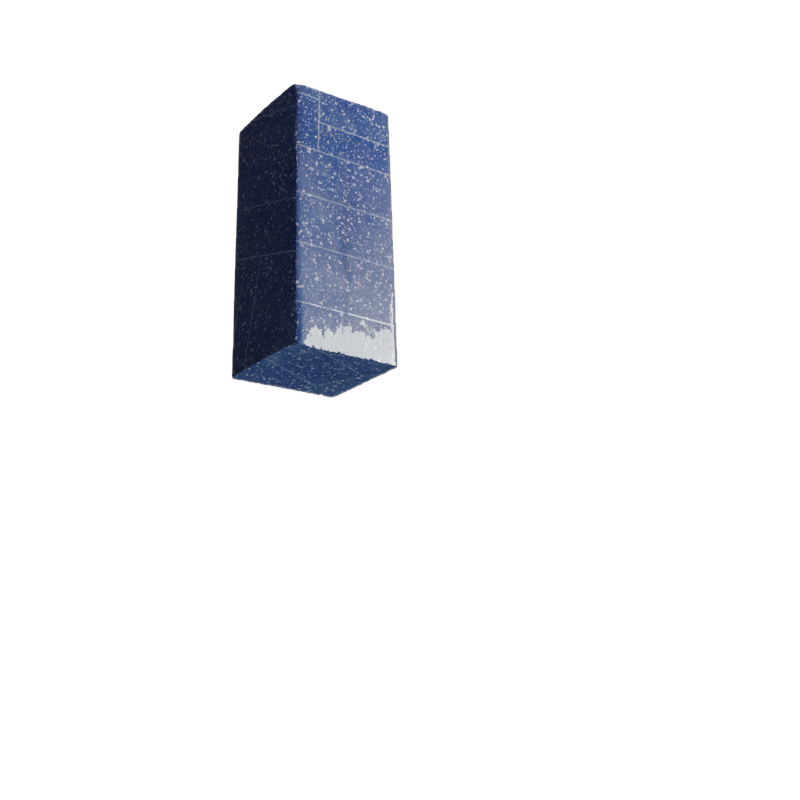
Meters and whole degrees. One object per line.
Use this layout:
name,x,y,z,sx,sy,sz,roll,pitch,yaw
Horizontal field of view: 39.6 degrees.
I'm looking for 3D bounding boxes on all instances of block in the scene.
block,-0.065,-0.119,0.833,0.086,0.217,0.090,14,-28,-32
